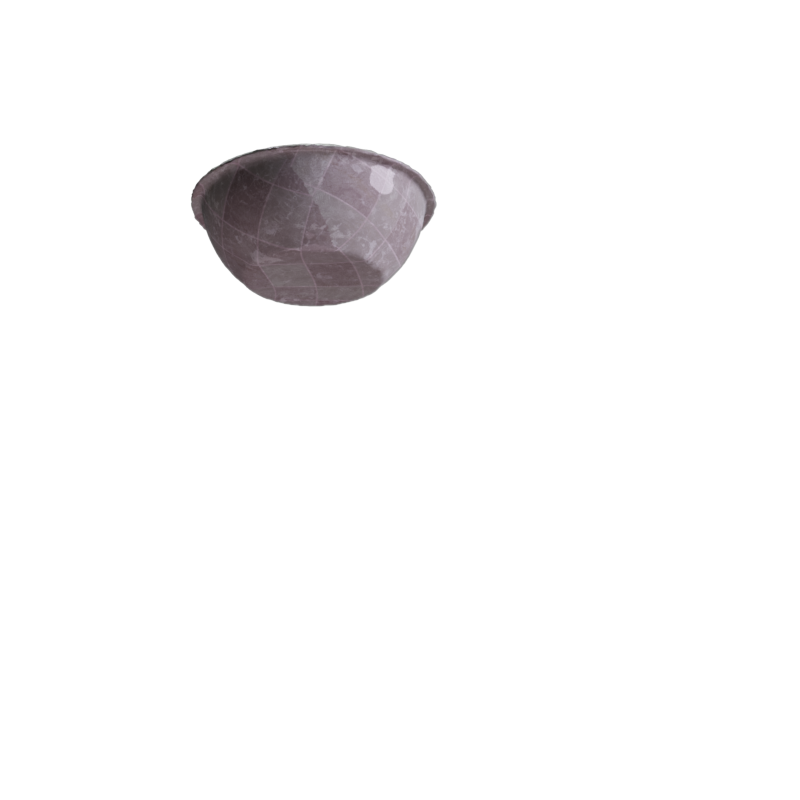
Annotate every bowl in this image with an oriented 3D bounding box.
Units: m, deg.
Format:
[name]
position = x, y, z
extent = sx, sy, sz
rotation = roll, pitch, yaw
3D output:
[bowl]
position = -0.057, -0.103, 0.723
extent = 0.162, 0.058, 0.154
rotation = 0, -20, -2
